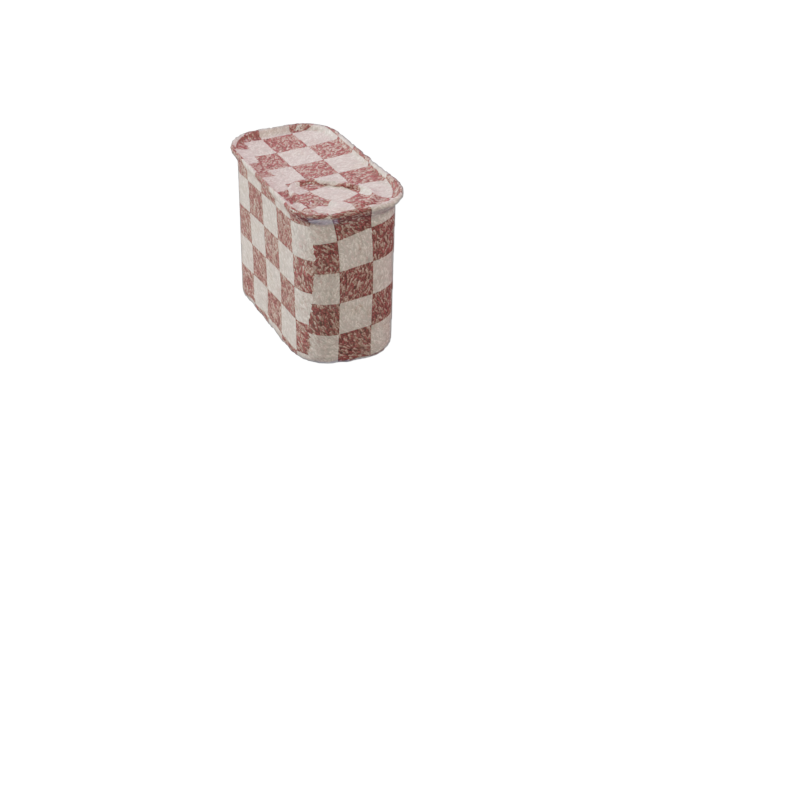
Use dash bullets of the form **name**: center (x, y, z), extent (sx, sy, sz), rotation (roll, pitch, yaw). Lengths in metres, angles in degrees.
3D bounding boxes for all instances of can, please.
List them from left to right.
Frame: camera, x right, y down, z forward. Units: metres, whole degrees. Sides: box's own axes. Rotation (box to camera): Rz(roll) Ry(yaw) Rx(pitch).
- **can**: center (-0.043, -0.078, 0.545), extent (0.057, 0.079, 0.110), rotation (-14, 36, -23)
